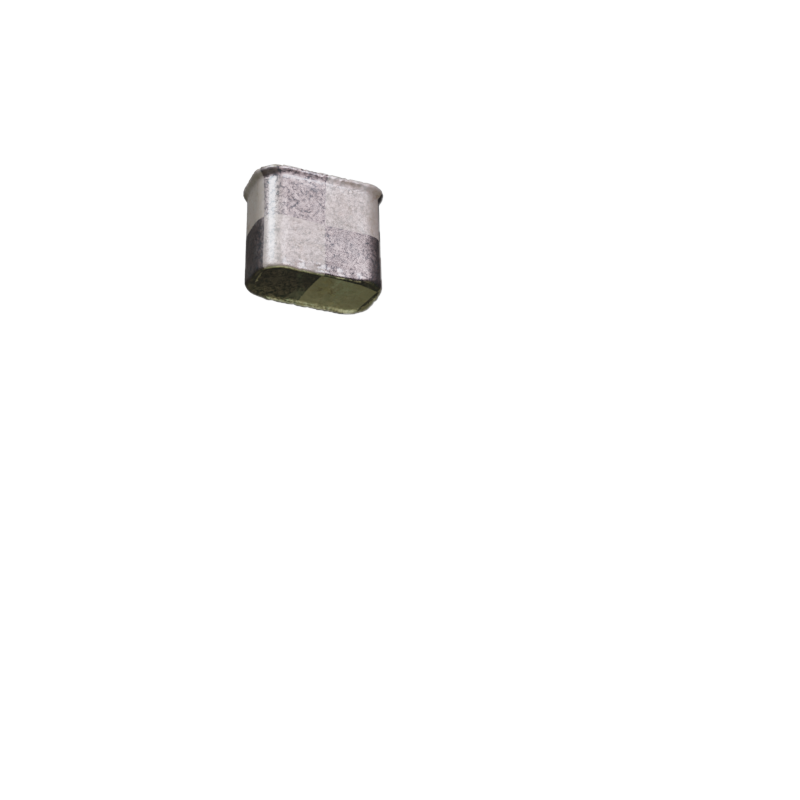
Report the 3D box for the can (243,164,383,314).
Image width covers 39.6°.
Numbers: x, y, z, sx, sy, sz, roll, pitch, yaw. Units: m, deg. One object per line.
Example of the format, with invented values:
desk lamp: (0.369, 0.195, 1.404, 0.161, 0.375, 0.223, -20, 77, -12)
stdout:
can: (-0.063, -0.115, 0.806, 0.099, 0.089, 0.056, 10, -30, -20)
